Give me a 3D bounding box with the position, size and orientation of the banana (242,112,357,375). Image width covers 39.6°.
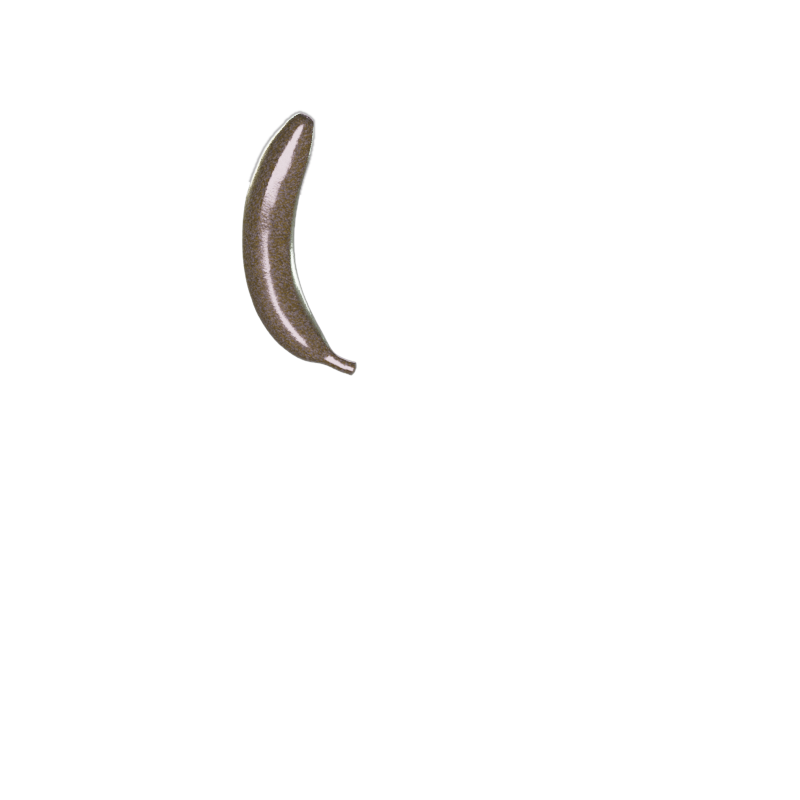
[{"bbox_3d":[-0.080,-0.107,0.796,0.070,0.188,0.038,-9,21,3],"label":"banana"}]
